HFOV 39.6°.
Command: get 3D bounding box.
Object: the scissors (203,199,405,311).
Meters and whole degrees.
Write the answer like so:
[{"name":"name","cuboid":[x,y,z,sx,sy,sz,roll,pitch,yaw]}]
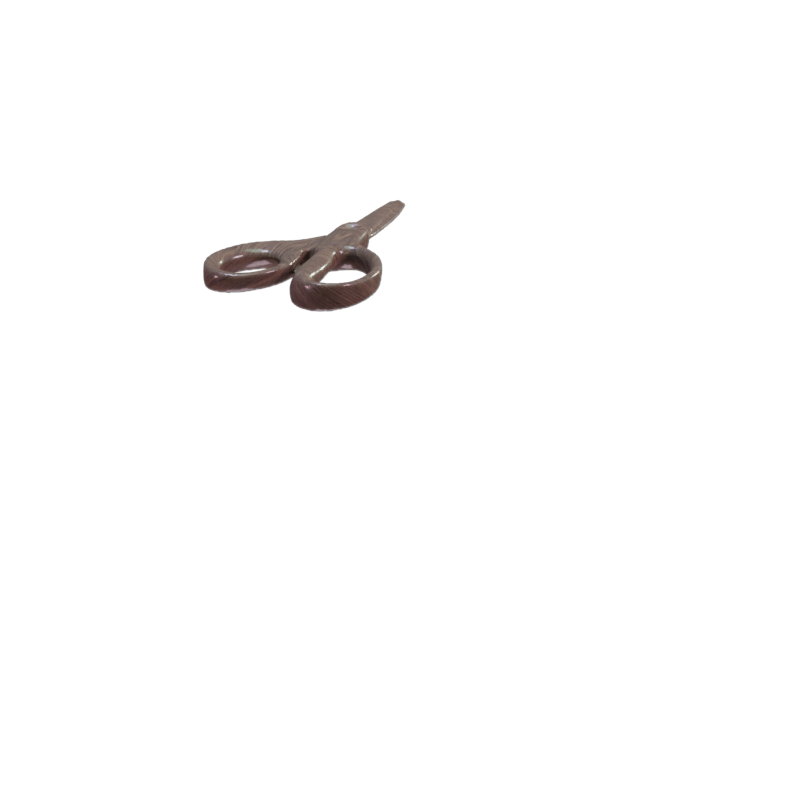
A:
[{"name":"scissors","cuboid":[-0.047,-0.085,0.595,0.097,0.015,0.209,1,22,2]}]
